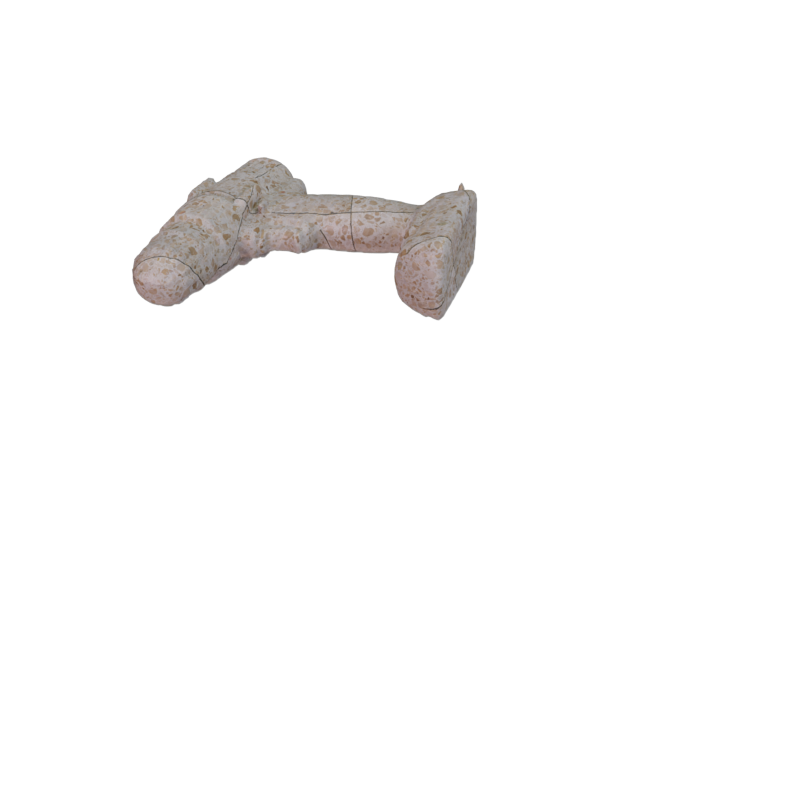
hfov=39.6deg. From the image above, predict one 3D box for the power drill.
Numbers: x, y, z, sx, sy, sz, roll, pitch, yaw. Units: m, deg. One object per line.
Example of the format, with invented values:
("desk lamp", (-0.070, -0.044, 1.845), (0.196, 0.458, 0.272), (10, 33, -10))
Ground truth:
("power drill", (-0.055, -0.100, 0.702), (0.193, 0.054, 0.190), (11, 33, 16))
